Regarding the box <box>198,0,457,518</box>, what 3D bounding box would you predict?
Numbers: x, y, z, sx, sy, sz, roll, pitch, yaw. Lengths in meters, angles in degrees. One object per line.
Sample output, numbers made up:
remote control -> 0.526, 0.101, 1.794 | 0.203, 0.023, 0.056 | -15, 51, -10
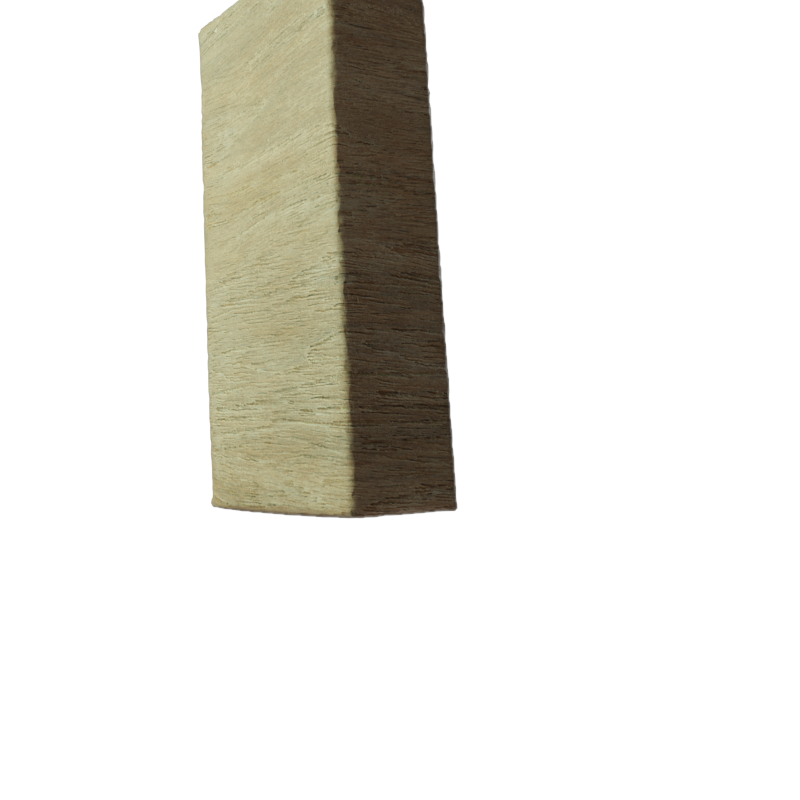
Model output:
box -> -0.029, -0.053, 0.369 | 0.046, 0.181, 0.095 | 7, -12, -34
